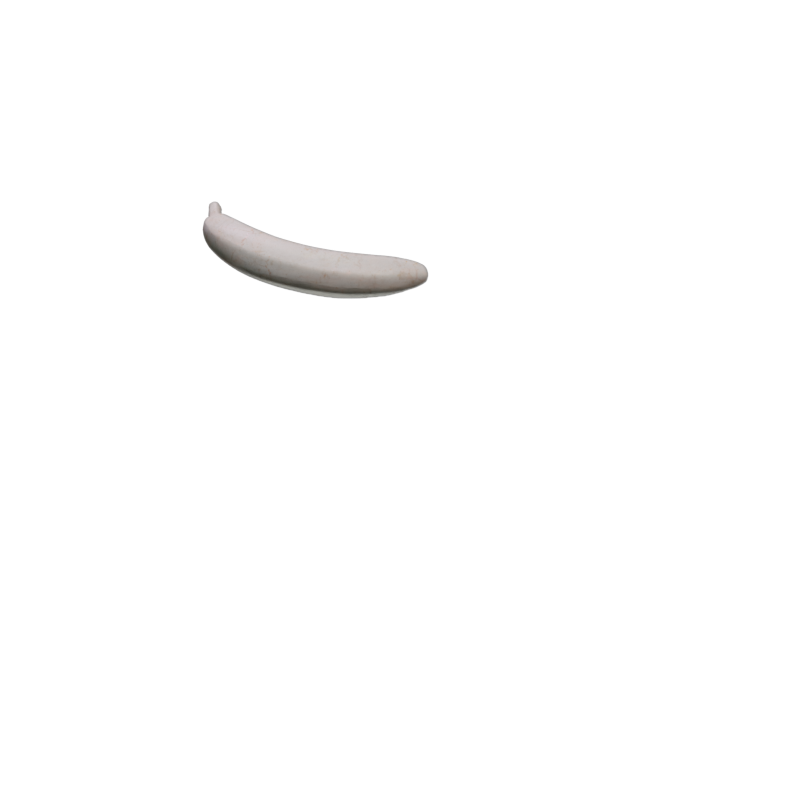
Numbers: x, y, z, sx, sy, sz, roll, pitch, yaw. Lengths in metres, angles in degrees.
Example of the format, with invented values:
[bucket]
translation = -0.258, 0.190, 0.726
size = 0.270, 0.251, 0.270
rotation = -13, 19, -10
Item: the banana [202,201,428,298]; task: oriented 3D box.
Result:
[banana]
translation = -0.080, -0.114, 0.867
size = 0.205, 0.034, 0.072
rotation = 21, 50, 18
